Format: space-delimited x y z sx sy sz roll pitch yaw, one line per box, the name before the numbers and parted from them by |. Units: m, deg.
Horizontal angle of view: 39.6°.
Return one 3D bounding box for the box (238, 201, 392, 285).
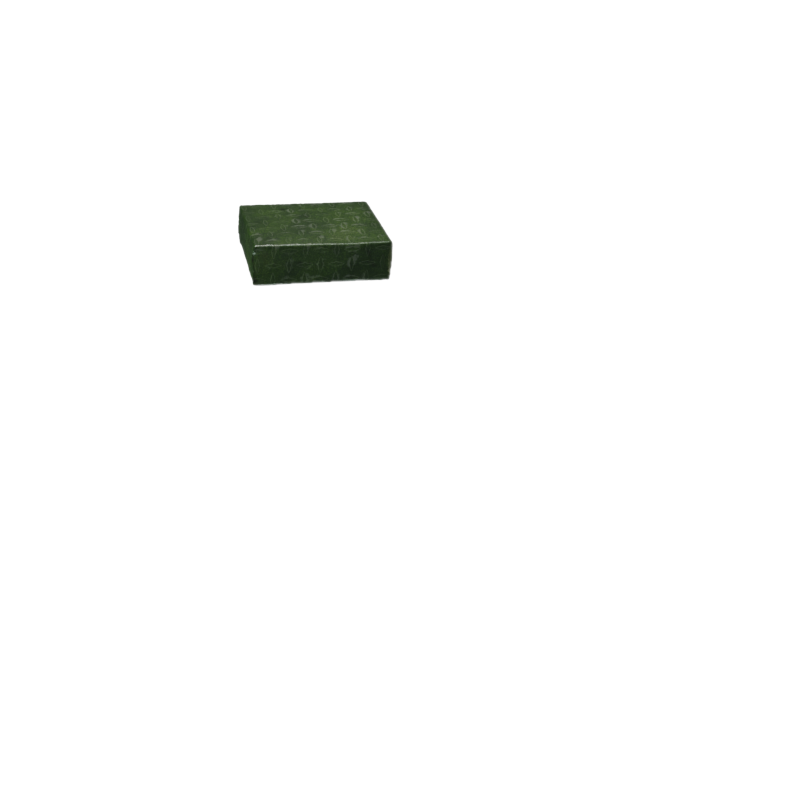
box | -0.070 -0.129 0.900 0.112 0.037 0.096 -6 29 -11
